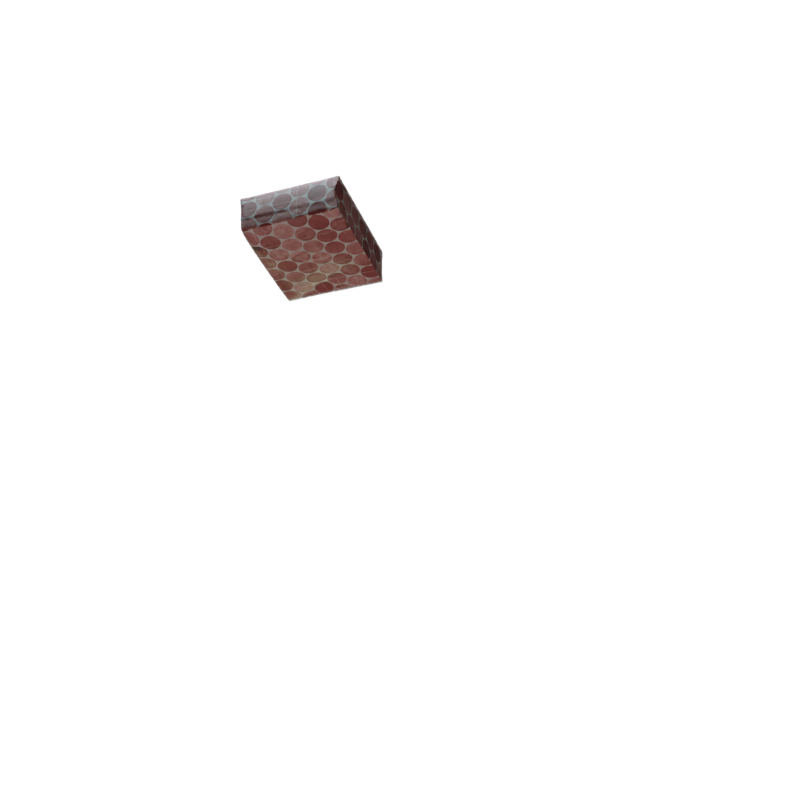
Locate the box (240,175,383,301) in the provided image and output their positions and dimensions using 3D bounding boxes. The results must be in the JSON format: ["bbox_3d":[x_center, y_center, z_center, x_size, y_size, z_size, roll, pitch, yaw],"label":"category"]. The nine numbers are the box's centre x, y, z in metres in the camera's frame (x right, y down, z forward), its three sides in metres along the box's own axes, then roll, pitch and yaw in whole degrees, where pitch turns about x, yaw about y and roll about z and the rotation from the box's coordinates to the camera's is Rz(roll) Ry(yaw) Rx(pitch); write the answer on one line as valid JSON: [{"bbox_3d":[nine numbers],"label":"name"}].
[{"bbox_3d":[-0.074,-0.134,0.940,0.091,0.042,0.105,-11,-33,16],"label":"box"}]
